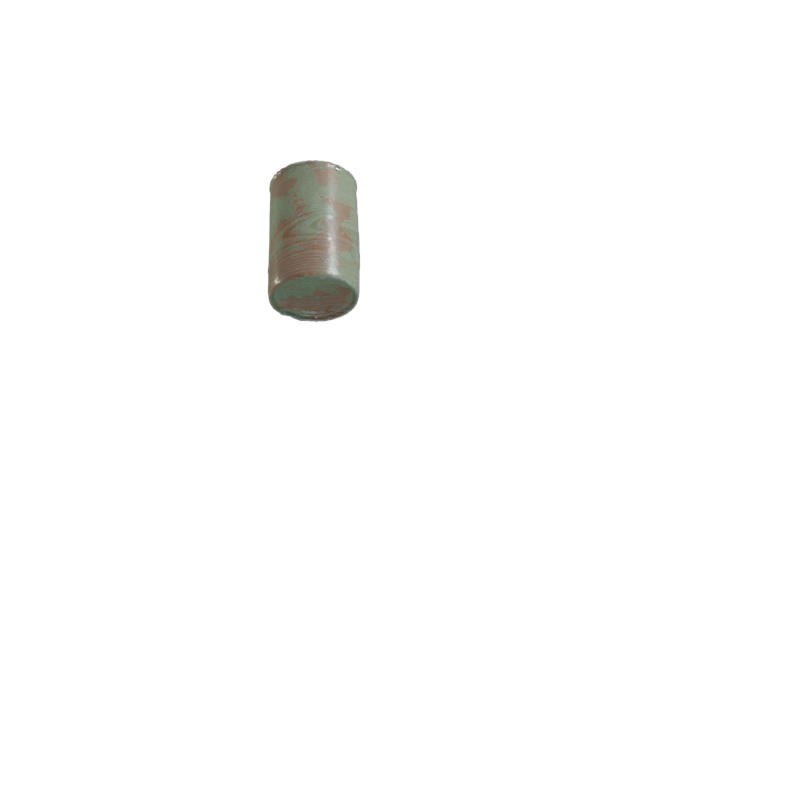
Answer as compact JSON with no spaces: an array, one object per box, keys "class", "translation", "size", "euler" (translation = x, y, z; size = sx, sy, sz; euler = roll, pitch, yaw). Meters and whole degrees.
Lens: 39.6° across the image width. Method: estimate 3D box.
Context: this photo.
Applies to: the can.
[{"class":"can","translation":[-0.065,-0.118,0.826],"size":[0.068,0.109,0.064],"euler":[-1,-31,-2]}]
